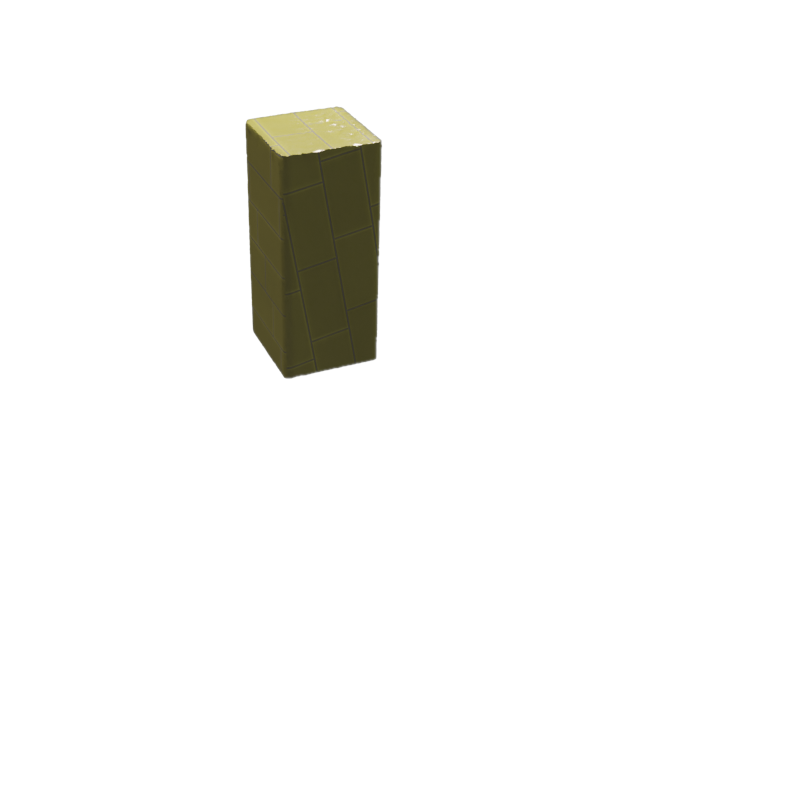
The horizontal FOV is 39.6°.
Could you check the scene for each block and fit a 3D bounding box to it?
[{"bbox_3d":[-0.075,-0.136,0.950,0.089,0.194,0.098,-11,32,-22],"label":"block"}]
